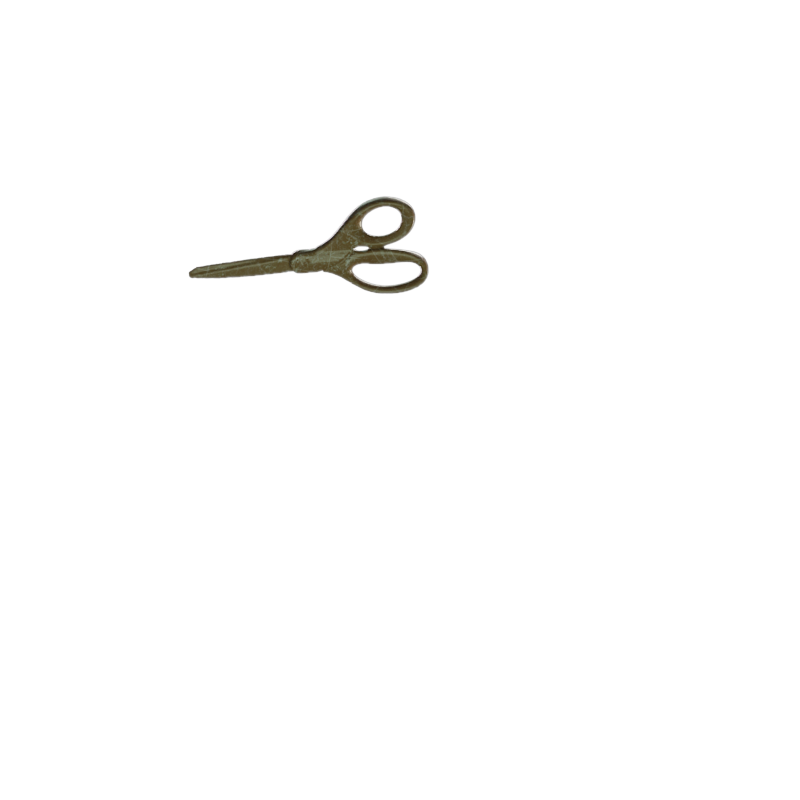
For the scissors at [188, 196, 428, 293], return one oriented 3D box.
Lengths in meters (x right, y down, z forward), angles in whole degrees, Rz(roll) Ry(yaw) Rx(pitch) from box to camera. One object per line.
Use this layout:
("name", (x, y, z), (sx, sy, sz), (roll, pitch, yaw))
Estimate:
("scissors", (-0.073, -0.133, 0.932), (0.200, 0.092, 0.017), (7, 26, -4))
